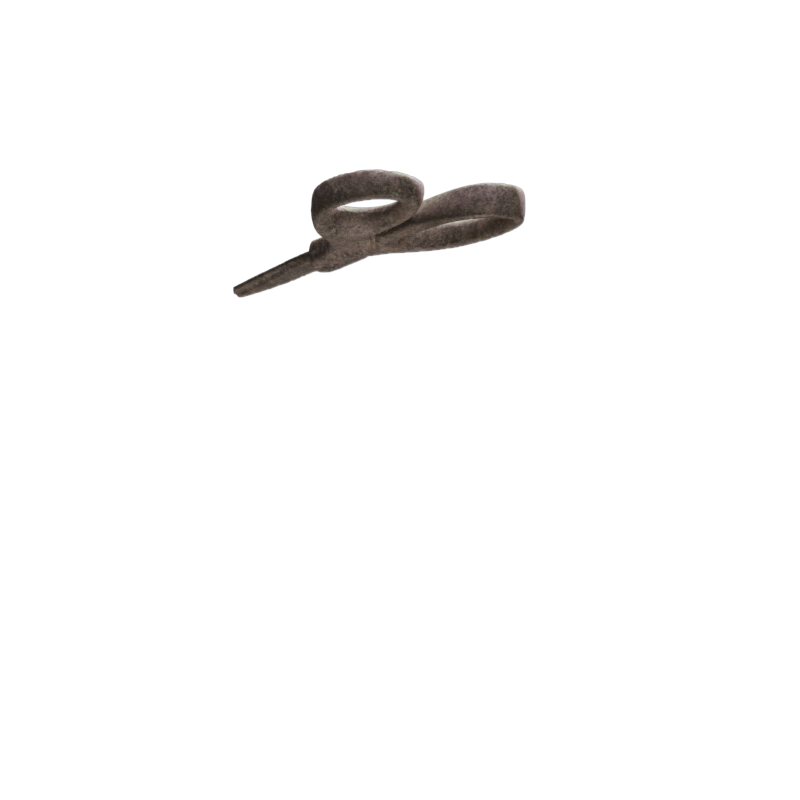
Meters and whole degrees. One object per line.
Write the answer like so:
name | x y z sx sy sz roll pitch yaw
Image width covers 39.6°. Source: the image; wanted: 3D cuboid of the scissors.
scissors | -0.039 -0.072 0.503 0.206 0.016 0.091 -7 -12 40
